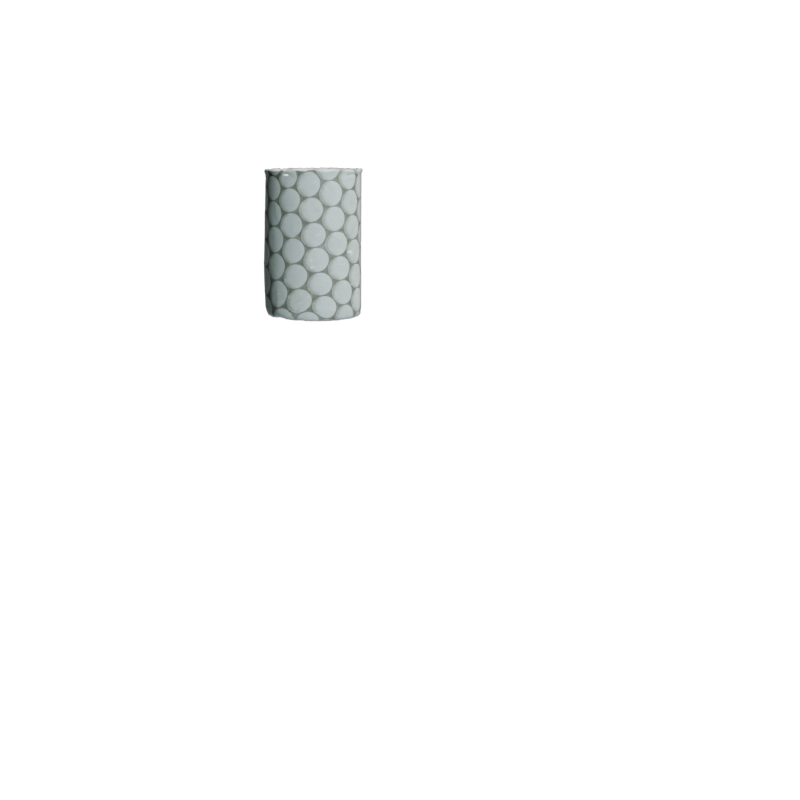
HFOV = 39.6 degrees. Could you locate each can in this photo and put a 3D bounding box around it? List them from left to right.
[{"bbox_3d":[-0.060,-0.110,0.770,0.068,0.101,0.070,0,7,-2],"label":"can"}]
